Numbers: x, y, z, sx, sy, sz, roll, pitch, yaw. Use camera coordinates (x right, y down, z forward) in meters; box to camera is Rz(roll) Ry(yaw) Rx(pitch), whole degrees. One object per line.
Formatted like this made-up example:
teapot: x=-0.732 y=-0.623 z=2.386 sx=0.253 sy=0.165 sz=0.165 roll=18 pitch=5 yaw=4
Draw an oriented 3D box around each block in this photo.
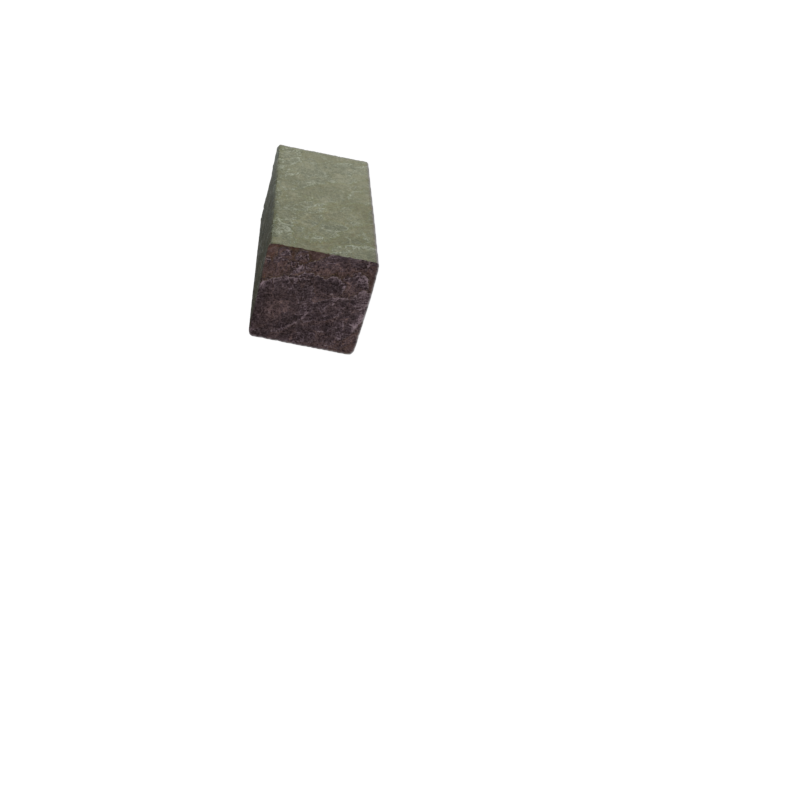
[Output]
block: x=-0.076 y=-0.138 z=0.974 sx=0.089 sy=0.086 sz=0.219 roll=10 pitch=31 yaw=-10
